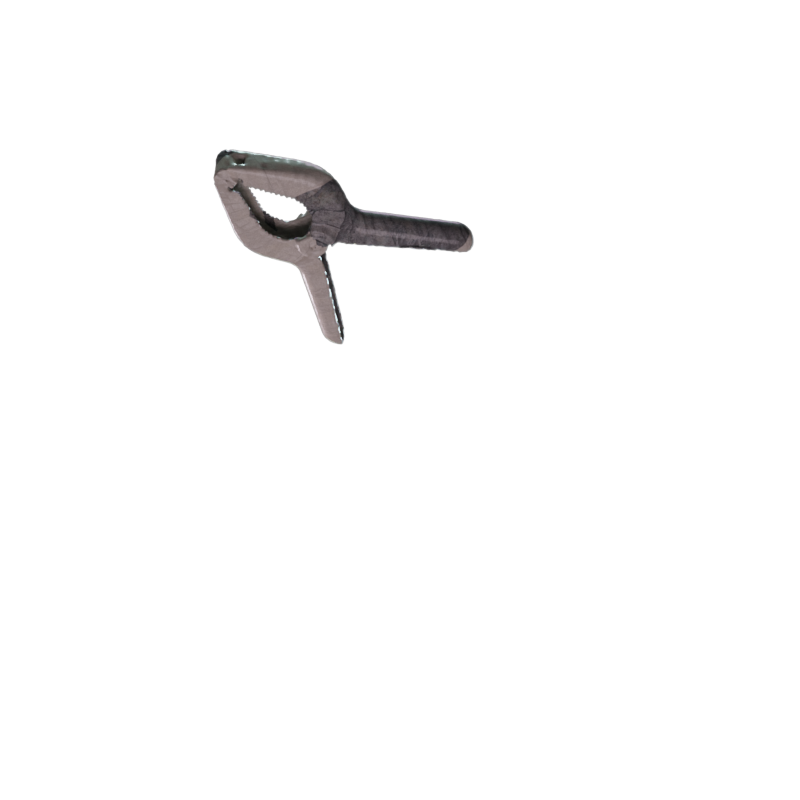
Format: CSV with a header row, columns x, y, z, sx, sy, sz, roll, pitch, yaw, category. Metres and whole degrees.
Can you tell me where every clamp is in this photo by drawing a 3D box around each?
x,y,z,sx,sy,sz,roll,pitch,yaw,category
-0.070,-0.127,0.892,0.200,0.039,0.161,27,-52,-25,clamp
